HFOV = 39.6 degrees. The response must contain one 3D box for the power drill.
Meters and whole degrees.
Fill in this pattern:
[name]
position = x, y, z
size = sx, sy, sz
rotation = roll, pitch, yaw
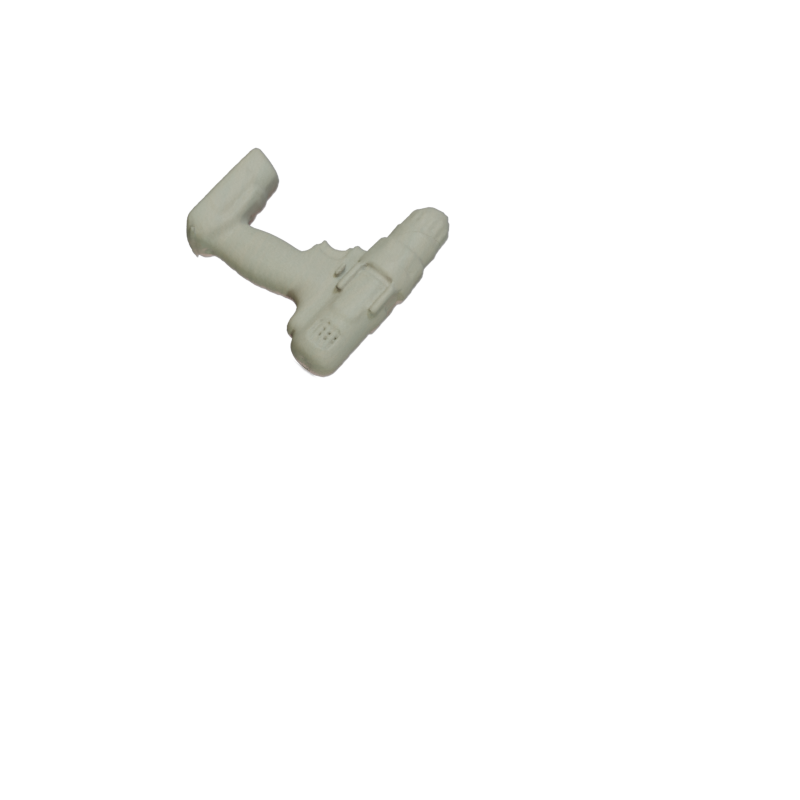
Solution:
[power drill]
position = -0.074, -0.136, 0.951
size = 0.196, 0.188, 0.054
rotation = 35, -23, 17
